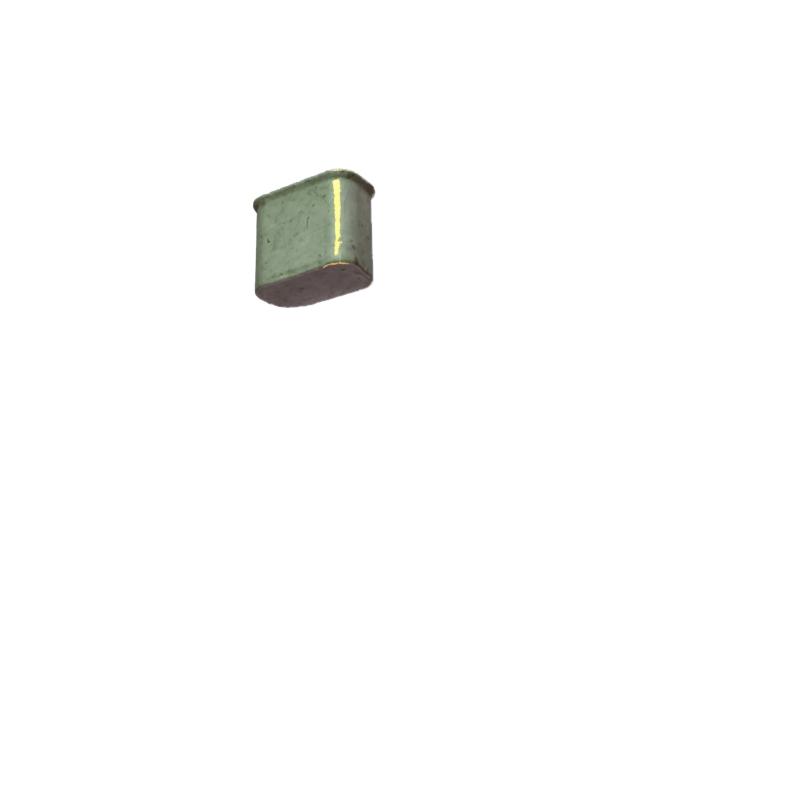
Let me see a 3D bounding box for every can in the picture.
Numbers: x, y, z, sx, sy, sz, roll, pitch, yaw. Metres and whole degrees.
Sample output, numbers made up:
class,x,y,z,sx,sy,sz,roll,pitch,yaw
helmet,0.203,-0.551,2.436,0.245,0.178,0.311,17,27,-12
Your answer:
class,x,y,z,sx,sy,sz,roll,pitch,yaw
can,-0.070,-0.128,0.893,0.103,0.089,0.053,-16,-29,29
